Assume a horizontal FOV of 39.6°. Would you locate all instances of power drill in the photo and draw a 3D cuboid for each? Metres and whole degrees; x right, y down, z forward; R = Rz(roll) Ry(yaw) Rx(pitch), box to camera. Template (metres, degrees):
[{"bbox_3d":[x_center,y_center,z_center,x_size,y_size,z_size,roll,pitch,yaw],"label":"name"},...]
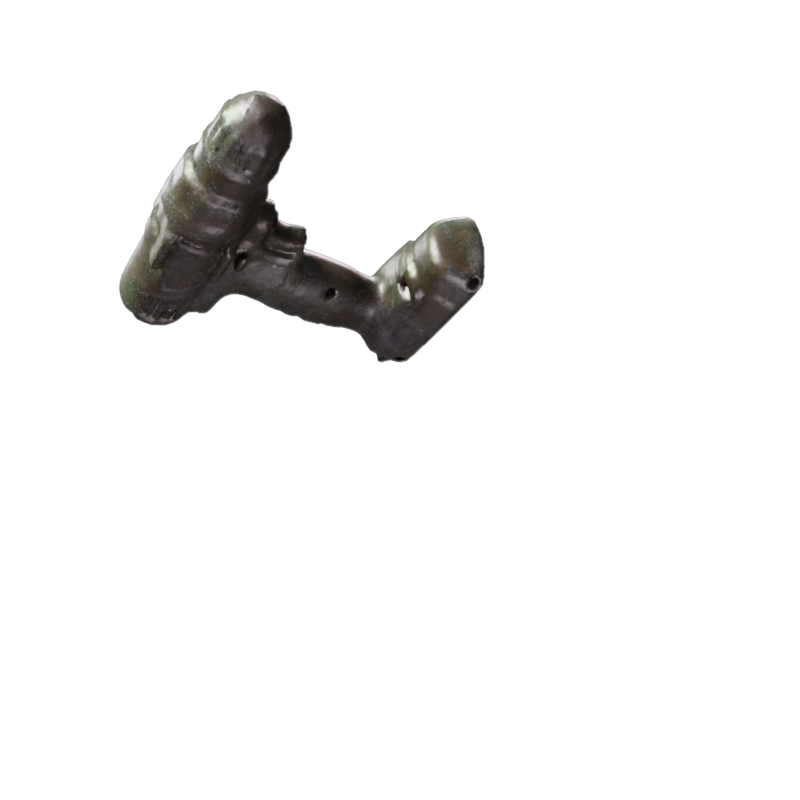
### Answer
[{"bbox_3d":[-0.050,-0.090,0.632,0.180,0.061,0.180,15,-35,-23],"label":"power drill"}]
